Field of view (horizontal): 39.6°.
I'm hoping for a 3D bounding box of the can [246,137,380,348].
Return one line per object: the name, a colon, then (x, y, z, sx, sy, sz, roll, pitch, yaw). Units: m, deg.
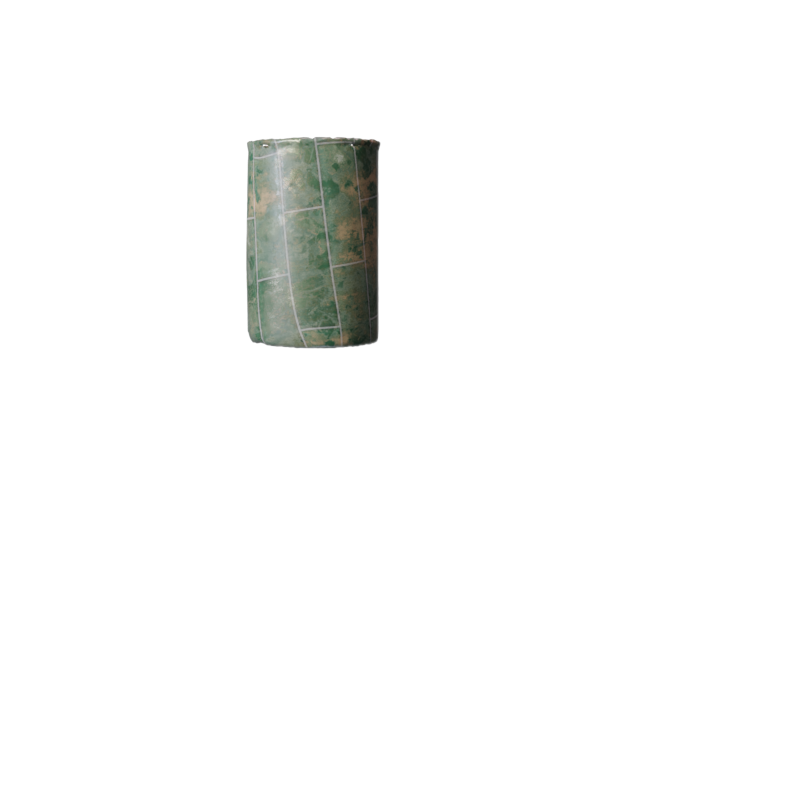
can: (-0.044, -0.081, 0.565, 0.068, 0.102, 0.069, 0, 3, -2)
